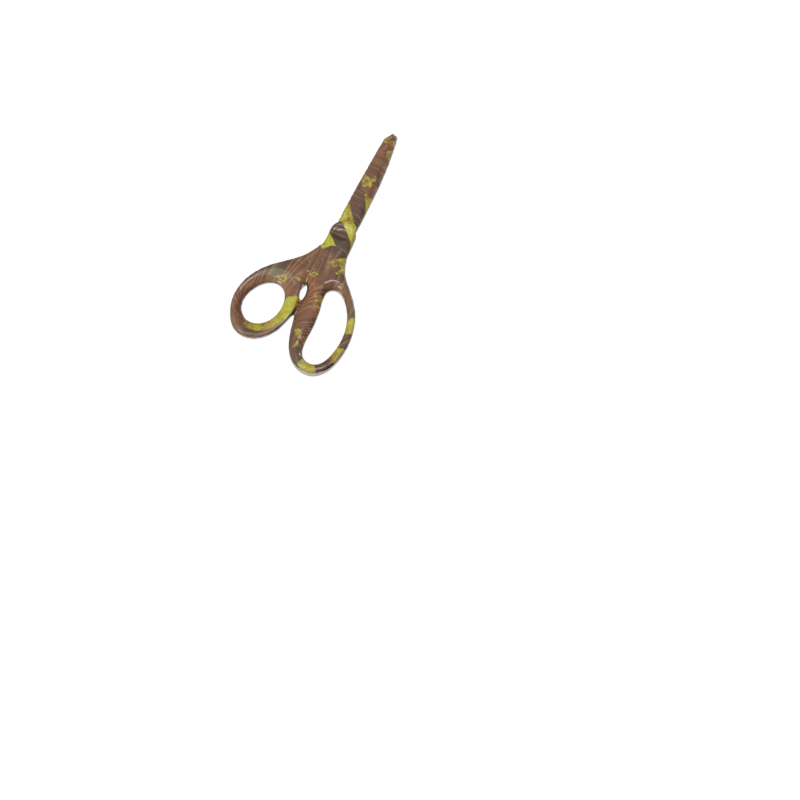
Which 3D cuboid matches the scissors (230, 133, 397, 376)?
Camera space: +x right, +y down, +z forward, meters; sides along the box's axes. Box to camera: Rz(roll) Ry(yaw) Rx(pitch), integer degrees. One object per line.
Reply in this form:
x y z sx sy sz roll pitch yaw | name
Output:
-0.062 -0.113 0.794 0.097 0.213 0.015 7 -27 3 | scissors
